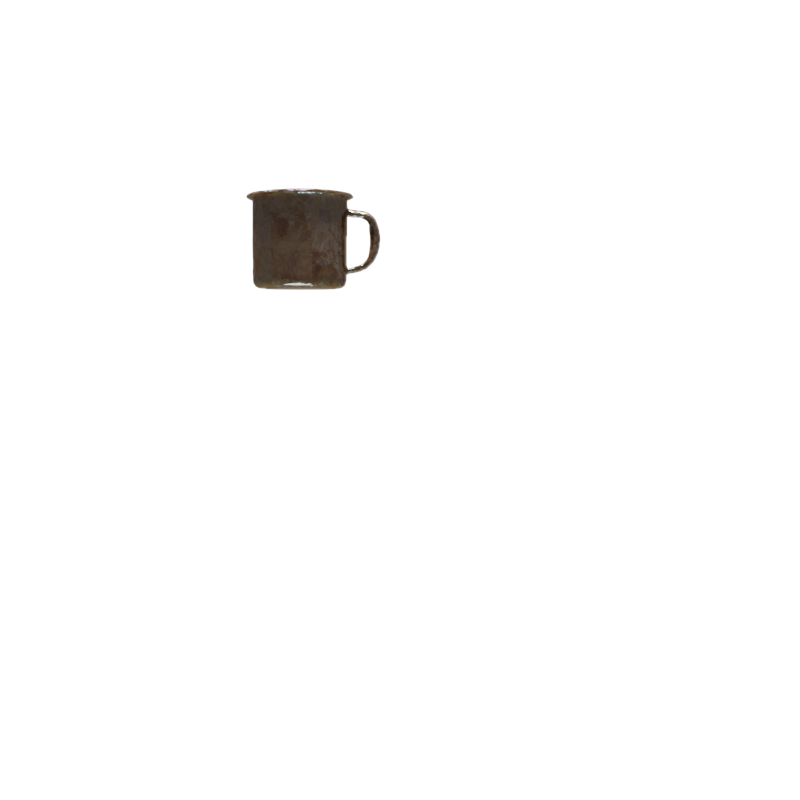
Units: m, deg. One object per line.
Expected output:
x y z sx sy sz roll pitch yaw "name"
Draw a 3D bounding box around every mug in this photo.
-0.076 -0.138 0.966 0.115 0.082 0.094 0 0 -11 "mug"
